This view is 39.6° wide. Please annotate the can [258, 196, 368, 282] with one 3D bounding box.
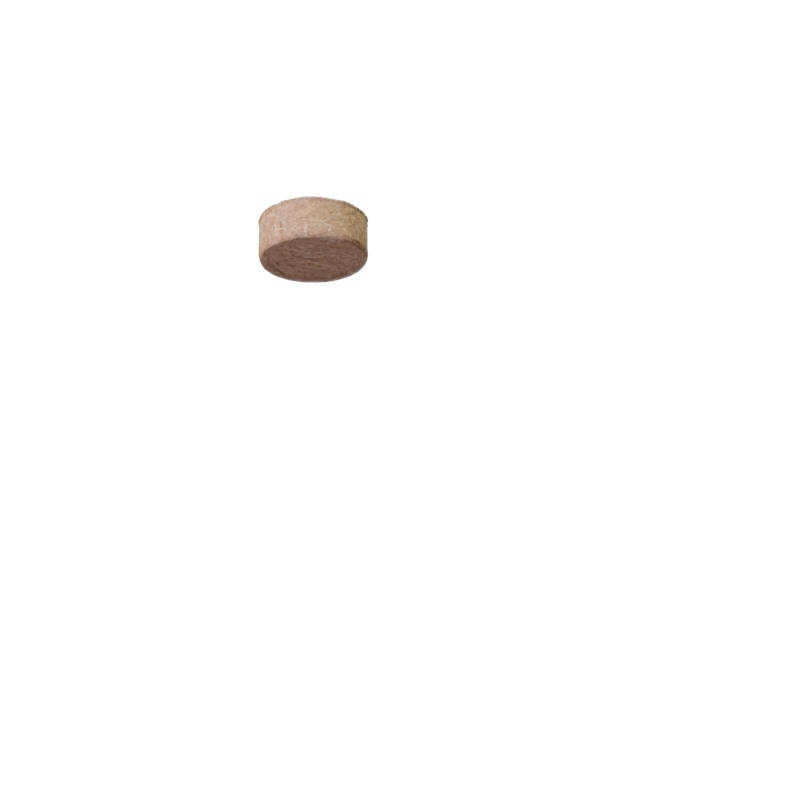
[{"bbox_3d":[-0.067,-0.122,0.858,0.086,0.035,0.082,0,-21,-2],"label":"can"}]
